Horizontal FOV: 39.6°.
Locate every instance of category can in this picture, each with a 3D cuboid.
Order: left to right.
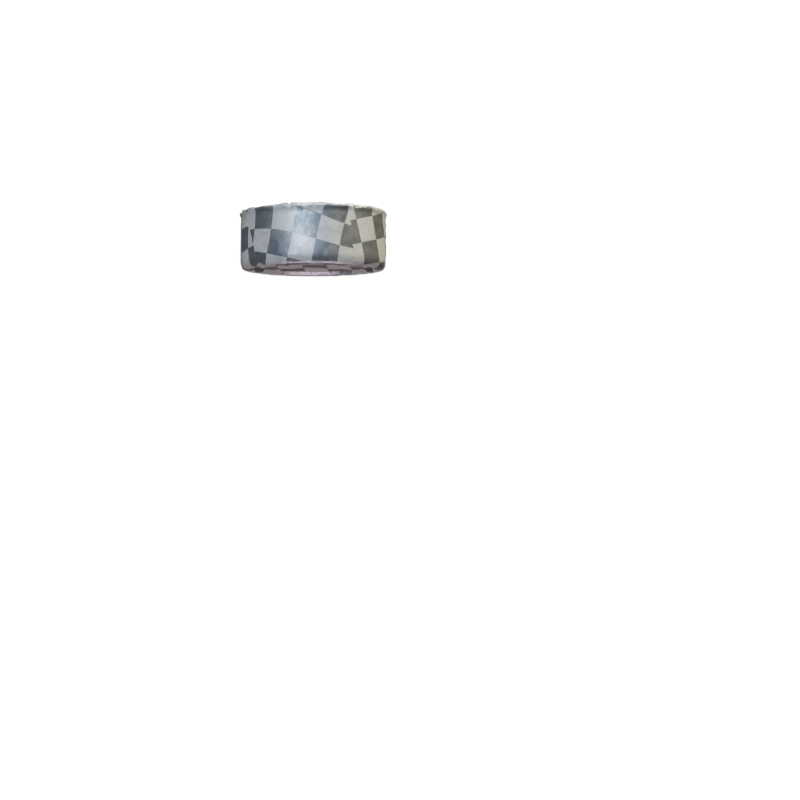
[{"bbox_3d":[-0.050,-0.092,0.643,0.086,0.034,0.085,0,0,-2],"label":"can"}]
